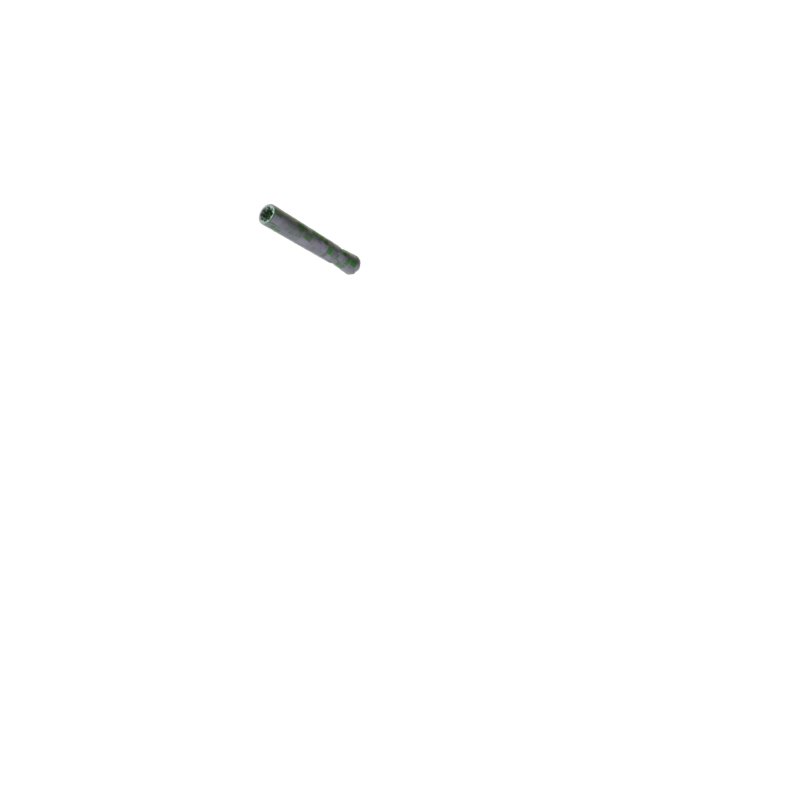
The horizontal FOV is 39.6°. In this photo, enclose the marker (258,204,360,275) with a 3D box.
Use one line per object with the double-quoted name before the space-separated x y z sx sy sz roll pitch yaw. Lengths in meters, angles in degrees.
"marker" -0.075 -0.137 0.956 0.021 0.020 0.113 3 -16 42
